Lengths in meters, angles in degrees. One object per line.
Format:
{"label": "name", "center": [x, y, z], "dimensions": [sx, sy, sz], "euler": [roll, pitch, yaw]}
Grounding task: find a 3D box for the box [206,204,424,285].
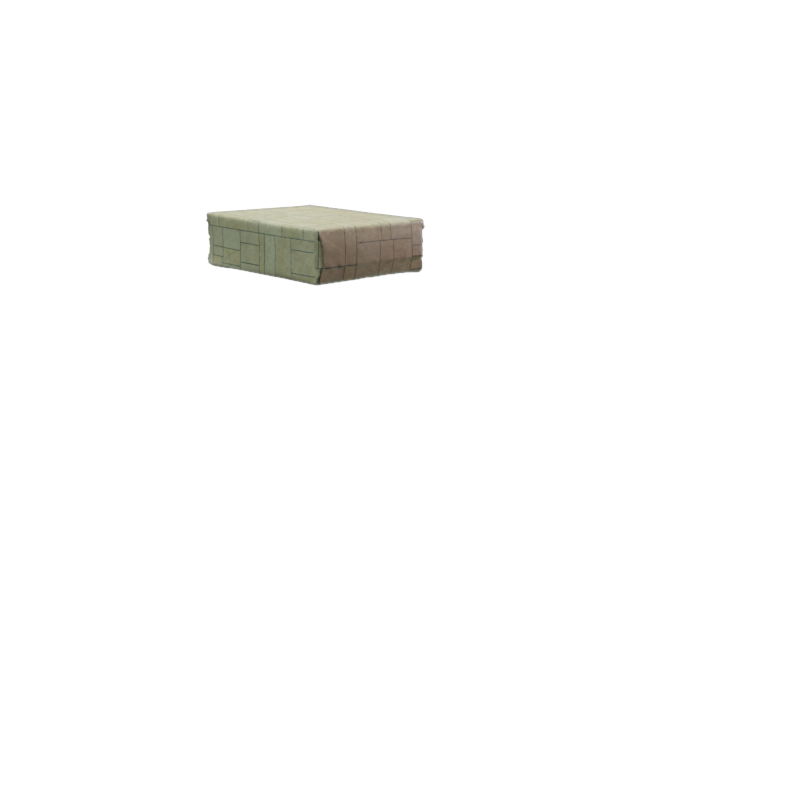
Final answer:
{"label": "box", "center": [-0.055, -0.101, 0.704], "dimensions": [0.087, 0.038, 0.119], "euler": [-11, 17, -42]}
